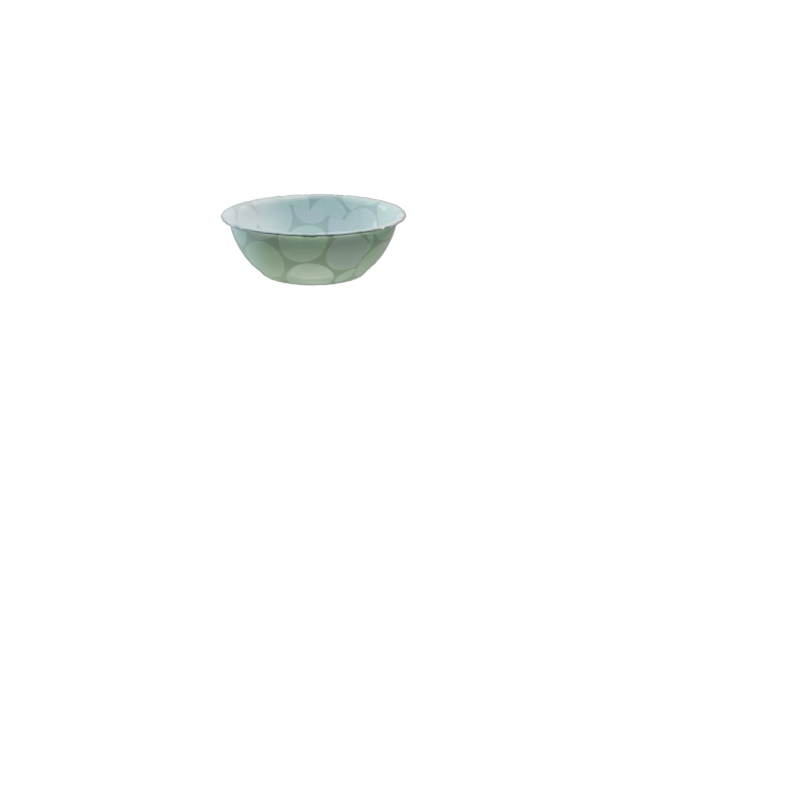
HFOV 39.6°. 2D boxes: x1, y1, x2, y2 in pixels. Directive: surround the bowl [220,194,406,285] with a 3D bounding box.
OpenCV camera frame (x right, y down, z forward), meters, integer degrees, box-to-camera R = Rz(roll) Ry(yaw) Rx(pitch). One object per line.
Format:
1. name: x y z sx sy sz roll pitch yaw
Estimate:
1. bowl: -0.076 -0.139 0.974 0.162 0.053 0.169 -1 21 -2
